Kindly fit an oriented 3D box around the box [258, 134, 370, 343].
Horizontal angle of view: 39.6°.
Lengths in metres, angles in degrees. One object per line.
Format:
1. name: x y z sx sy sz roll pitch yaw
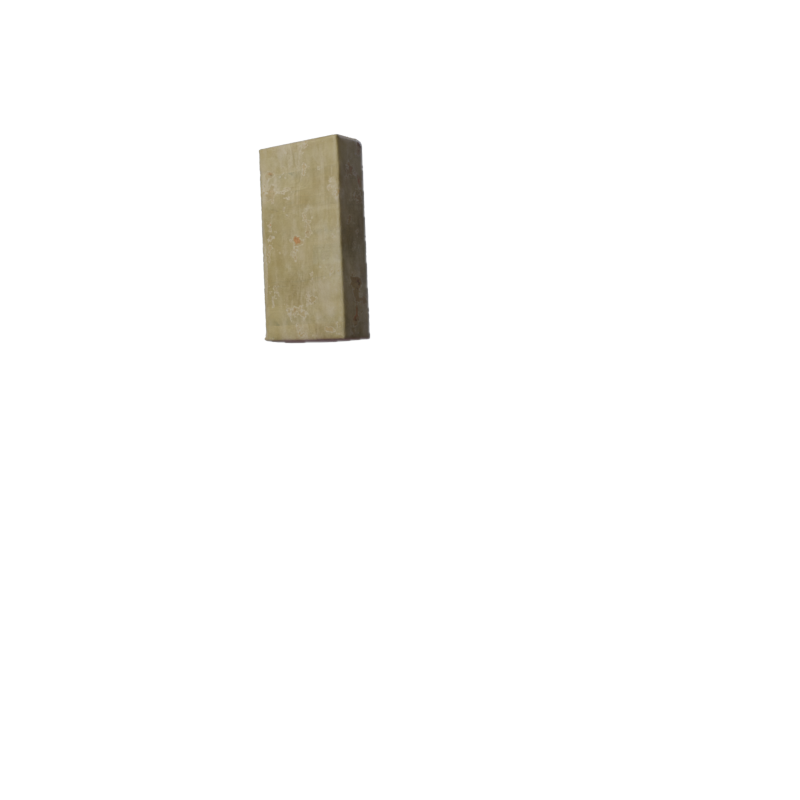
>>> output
1. box: -0.076 -0.140 0.978 0.096 0.179 0.046 -5 -8 37
